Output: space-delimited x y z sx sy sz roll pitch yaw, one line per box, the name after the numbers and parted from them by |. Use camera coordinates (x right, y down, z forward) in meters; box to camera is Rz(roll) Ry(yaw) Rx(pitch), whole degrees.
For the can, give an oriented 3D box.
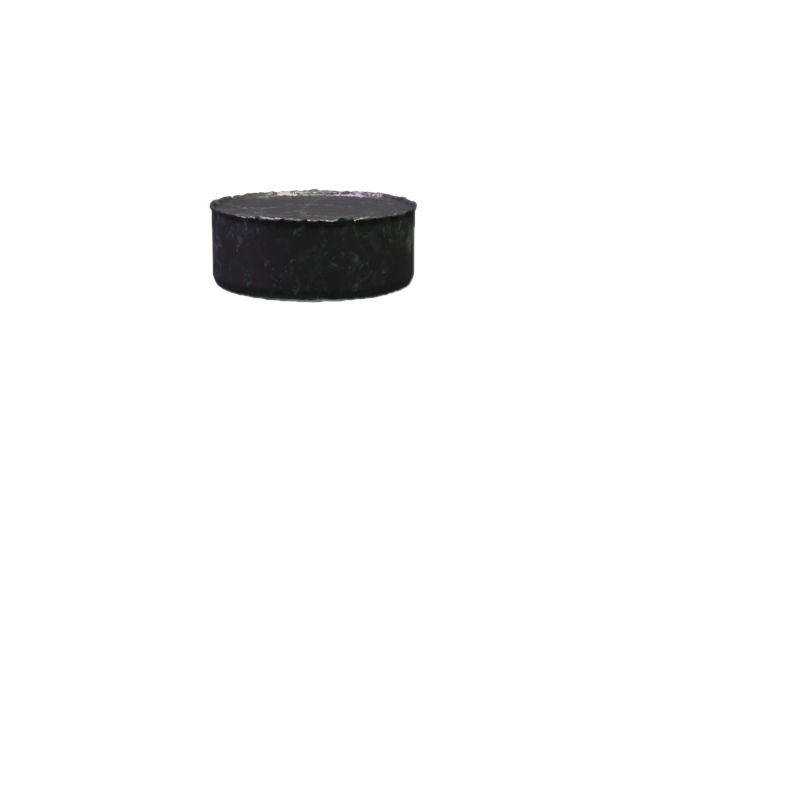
-0.036 -0.066 0.462 0.086 0.032 0.089 -1 17 -2 | can
